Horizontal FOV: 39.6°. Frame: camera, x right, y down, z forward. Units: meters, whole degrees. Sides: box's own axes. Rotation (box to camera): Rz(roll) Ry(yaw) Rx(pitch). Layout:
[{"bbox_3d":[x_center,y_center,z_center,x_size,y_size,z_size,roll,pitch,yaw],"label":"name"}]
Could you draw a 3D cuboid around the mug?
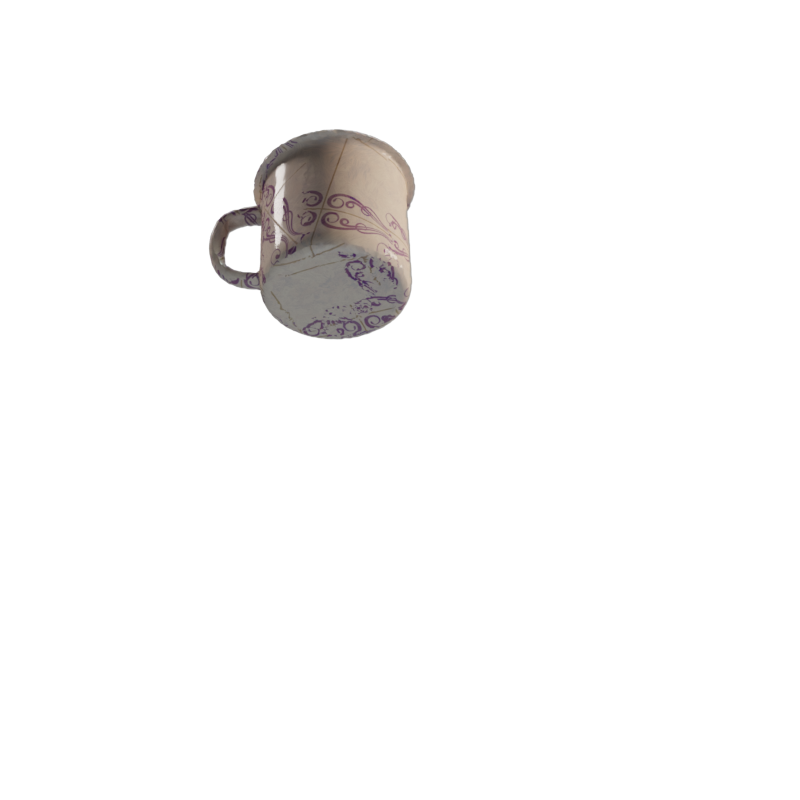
[{"bbox_3d":[-0.048,-0.088,0.613,0.117,0.087,0.086,-3,-39,2],"label":"mug"}]
